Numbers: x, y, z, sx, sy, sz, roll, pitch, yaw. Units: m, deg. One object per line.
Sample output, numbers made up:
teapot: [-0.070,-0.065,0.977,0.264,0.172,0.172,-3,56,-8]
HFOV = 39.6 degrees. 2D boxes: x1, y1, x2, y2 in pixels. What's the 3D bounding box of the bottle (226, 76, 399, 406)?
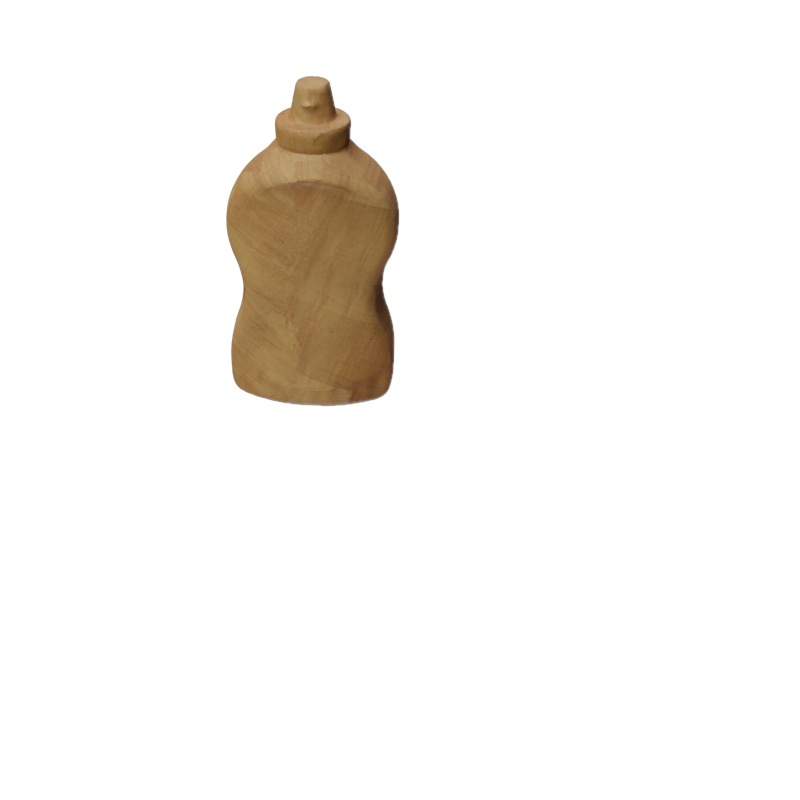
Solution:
bottle: [-0.049,-0.089,0.627,0.097,0.181,0.061,5,30,5]
